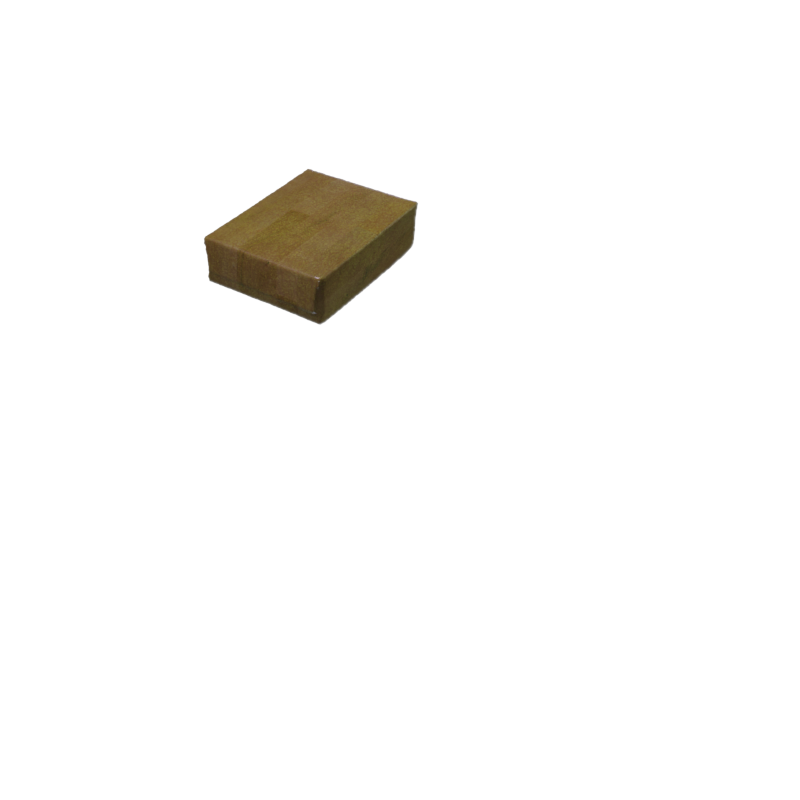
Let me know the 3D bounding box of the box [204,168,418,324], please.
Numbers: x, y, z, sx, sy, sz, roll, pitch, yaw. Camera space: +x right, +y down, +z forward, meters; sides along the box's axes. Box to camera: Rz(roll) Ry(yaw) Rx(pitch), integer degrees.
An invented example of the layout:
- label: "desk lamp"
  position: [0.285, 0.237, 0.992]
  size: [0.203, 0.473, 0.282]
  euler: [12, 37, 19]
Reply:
- label: "box"
  position: [-0.055, -0.101, 0.708]
  size: [0.095, 0.036, 0.115]
  euler: [21, 41, 27]
